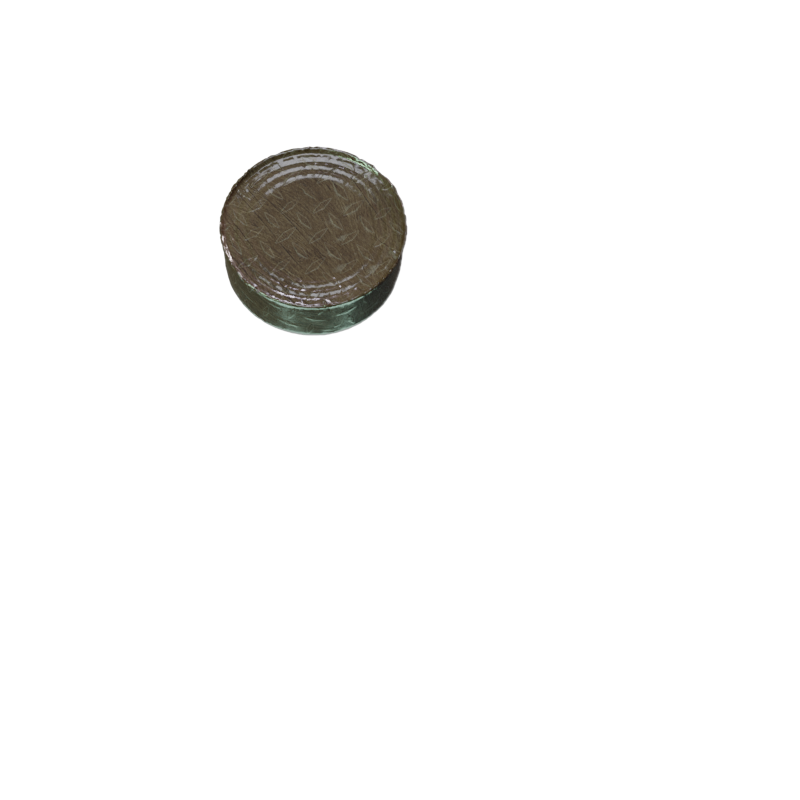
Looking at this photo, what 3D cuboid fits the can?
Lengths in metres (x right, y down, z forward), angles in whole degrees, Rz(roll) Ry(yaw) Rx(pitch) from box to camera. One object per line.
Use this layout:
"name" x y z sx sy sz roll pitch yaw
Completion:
"can" -0.041 -0.074 0.519 0.086 0.091 0.032 -1 -28 -1
